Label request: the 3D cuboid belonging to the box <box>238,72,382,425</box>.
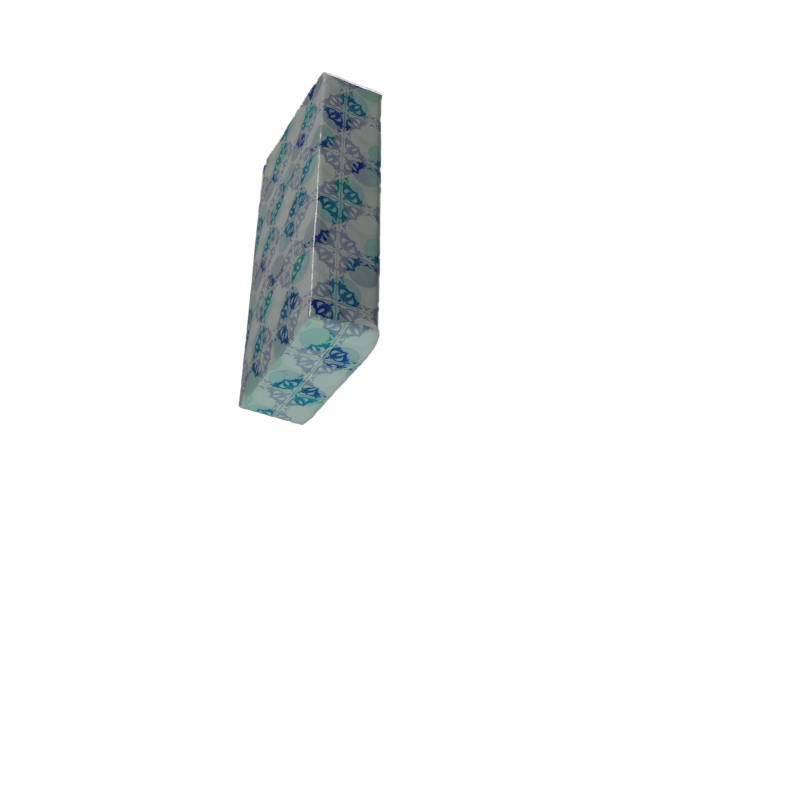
[{"bbox_3d":[-0.048,-0.087,0.611,0.046,0.189,0.091,16,-40,-24],"label":"box"}]
